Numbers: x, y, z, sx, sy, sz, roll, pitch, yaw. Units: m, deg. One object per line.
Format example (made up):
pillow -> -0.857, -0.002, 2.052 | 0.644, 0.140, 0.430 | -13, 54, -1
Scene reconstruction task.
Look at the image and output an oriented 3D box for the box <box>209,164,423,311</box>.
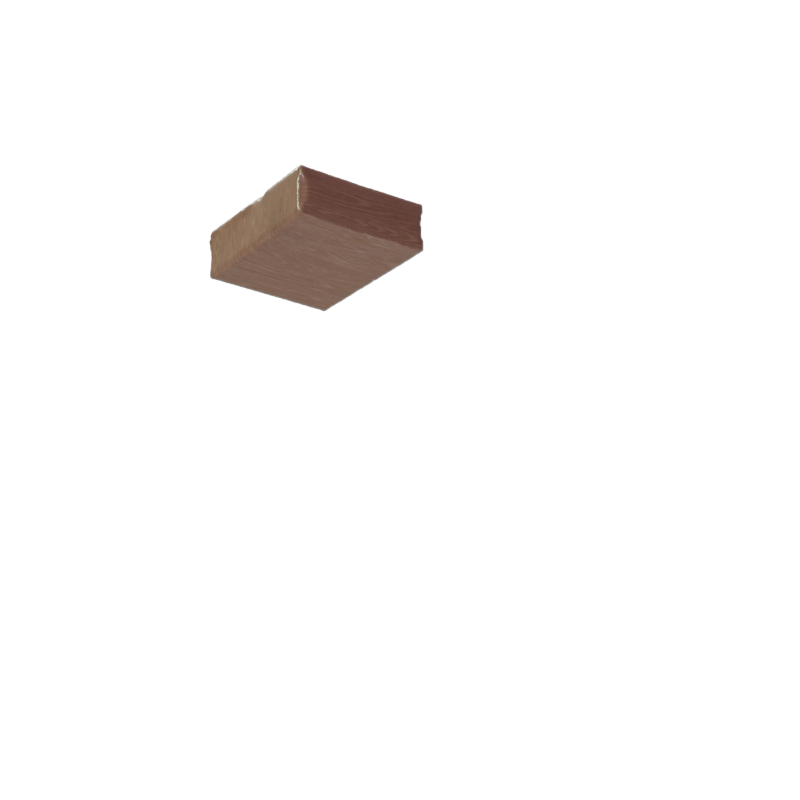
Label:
box -> -0.044, -0.080, 0.558 | 0.069, 0.032, 0.089 | 14, -25, -34
